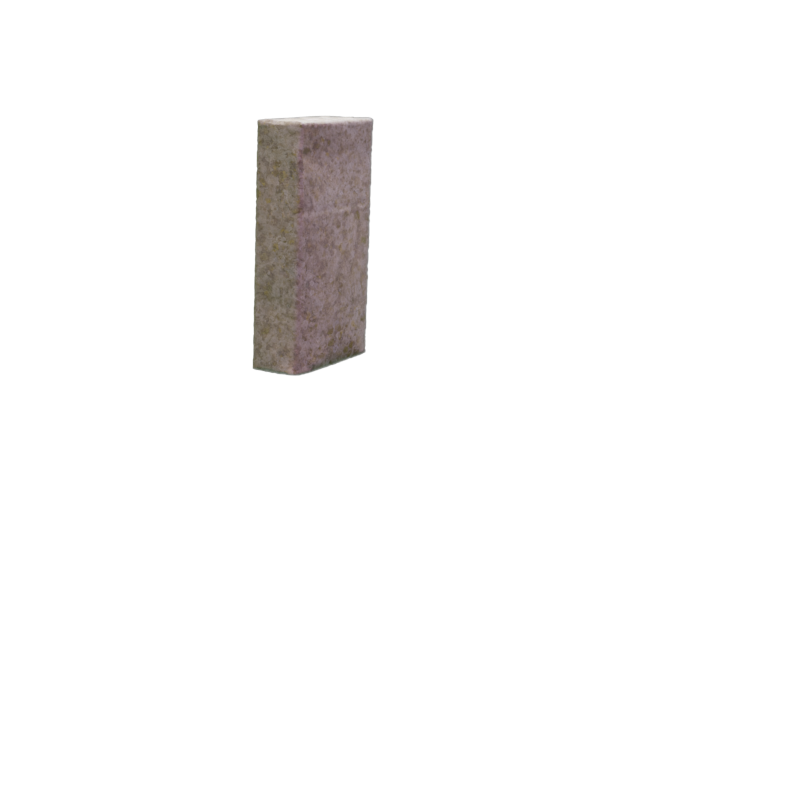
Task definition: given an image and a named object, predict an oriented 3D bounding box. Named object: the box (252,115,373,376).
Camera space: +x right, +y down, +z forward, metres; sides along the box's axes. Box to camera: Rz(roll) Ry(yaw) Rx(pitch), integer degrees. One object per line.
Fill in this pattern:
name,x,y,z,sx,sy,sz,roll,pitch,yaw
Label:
box,-0.062,-0.112,0.787,0.050,0.173,0.091,6,11,31
